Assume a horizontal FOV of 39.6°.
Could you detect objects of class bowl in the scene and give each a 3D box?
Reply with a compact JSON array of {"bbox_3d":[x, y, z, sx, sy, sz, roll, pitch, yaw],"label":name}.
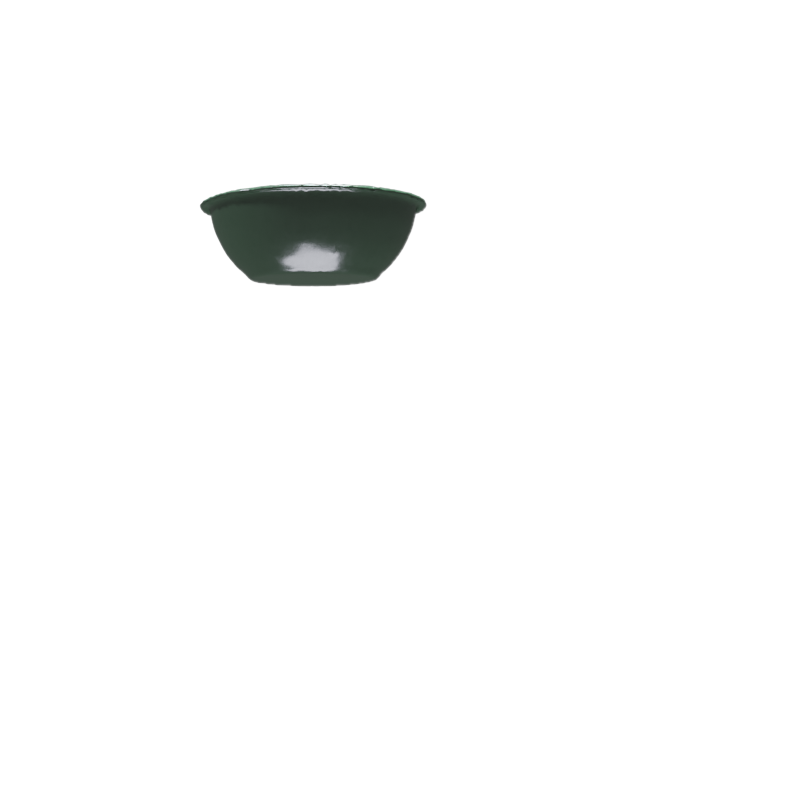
[{"bbox_3d":[-0.062,-0.113,0.790,0.162,0.056,0.161,0,-1,-2],"label":"bowl"}]
